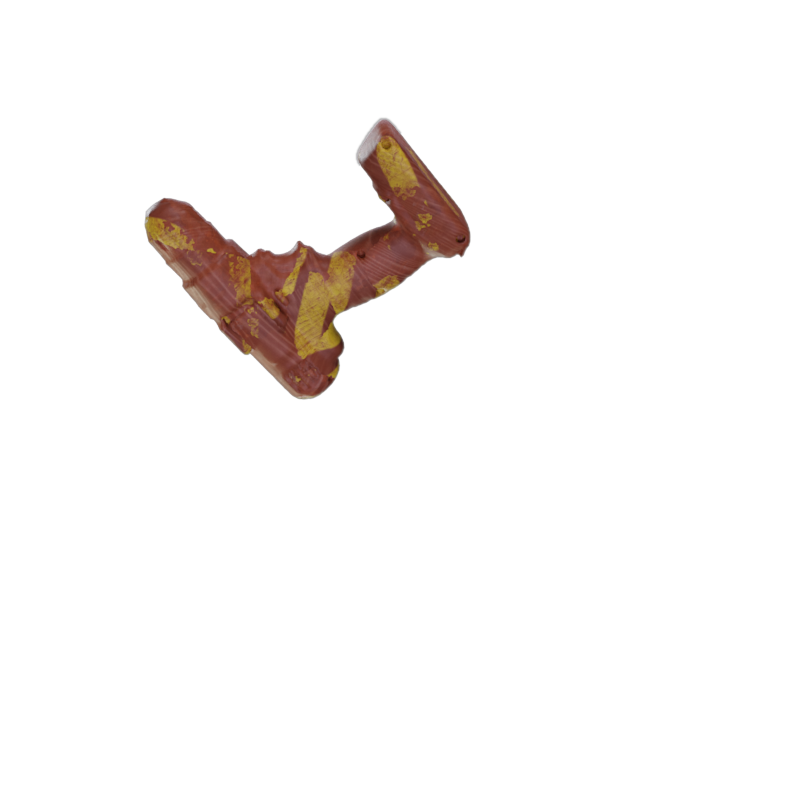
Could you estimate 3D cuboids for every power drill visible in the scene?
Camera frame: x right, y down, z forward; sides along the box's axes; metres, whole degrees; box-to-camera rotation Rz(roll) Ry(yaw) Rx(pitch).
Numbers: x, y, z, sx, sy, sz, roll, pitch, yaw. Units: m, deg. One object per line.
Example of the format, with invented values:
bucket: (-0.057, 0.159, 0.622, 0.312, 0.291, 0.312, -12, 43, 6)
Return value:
power drill: (-0.061, -0.111, 0.778, 0.186, 0.176, 0.061, -36, 21, 15)
